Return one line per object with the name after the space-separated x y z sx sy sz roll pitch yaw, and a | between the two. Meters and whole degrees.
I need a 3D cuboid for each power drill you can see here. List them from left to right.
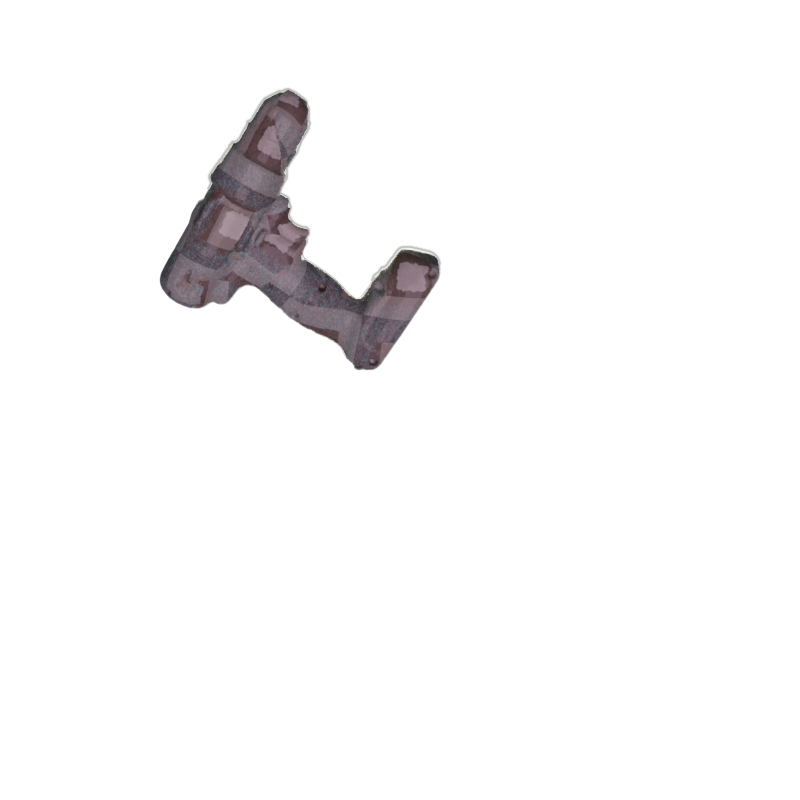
-0.066 -0.121 0.849 0.183 0.180 0.060 30 17 -11 | power drill
